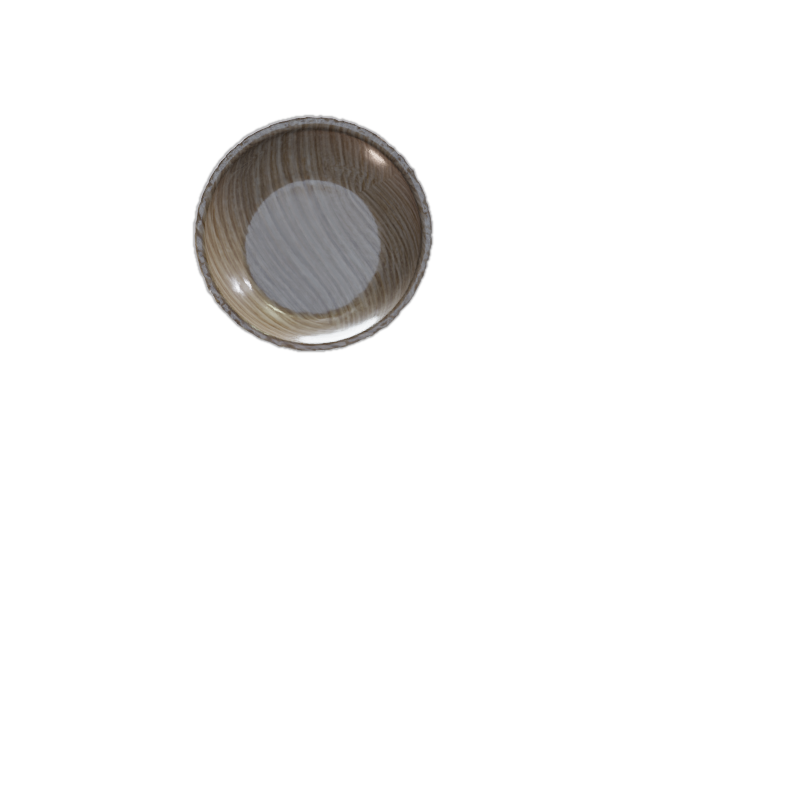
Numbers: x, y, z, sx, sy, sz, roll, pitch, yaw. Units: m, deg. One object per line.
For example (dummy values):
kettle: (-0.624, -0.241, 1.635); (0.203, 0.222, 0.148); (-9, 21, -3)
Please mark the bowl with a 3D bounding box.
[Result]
bowl: (-0.057, -0.104, 0.728); (0.162, 0.158, 0.056); (0, 10, -1)
